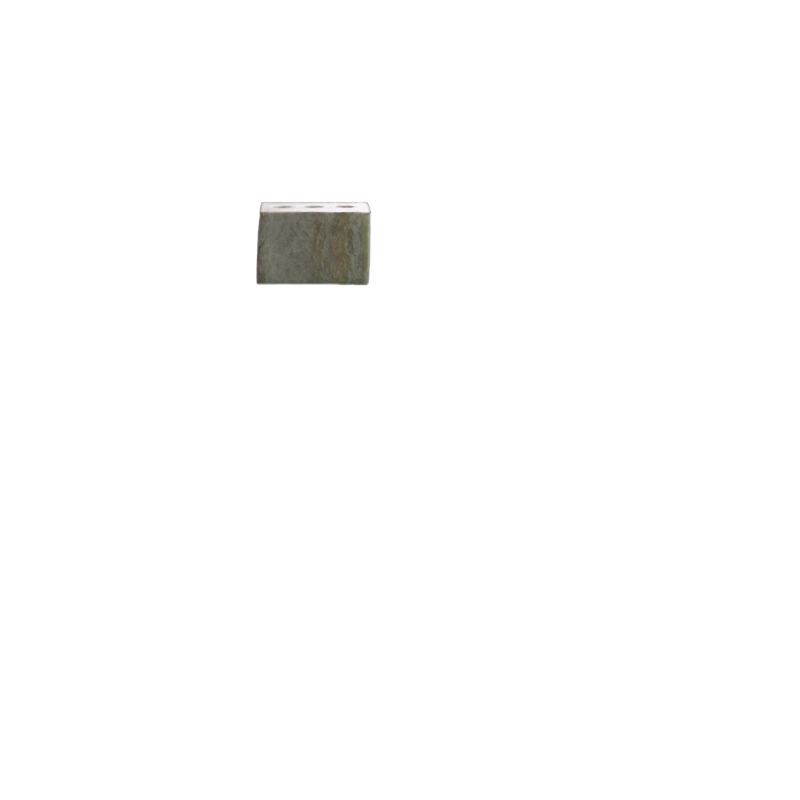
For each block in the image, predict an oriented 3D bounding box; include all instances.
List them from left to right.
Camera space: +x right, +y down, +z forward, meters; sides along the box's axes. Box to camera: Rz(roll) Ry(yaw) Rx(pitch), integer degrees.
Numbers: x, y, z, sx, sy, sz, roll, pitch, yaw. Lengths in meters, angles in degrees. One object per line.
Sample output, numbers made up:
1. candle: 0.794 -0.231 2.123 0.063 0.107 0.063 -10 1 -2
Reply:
1. block: -0.061 -0.110 0.773 0.078 0.050 0.055 0 15 -2
